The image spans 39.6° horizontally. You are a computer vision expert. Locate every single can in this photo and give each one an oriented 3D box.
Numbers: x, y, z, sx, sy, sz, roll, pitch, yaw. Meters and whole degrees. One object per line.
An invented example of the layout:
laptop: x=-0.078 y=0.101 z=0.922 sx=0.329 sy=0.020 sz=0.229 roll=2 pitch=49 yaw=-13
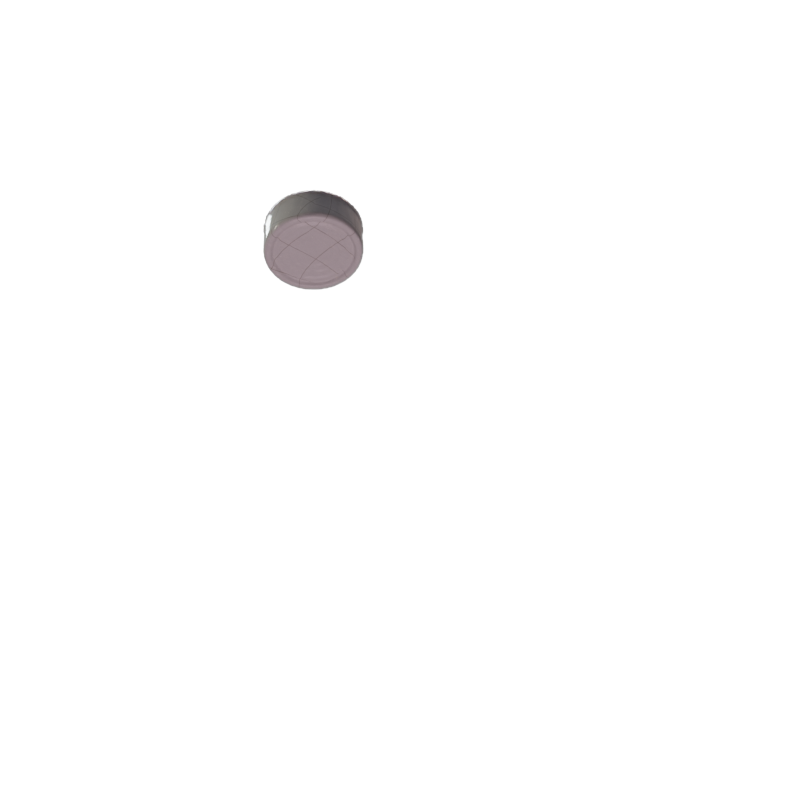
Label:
can: x=-0.074 y=-0.135 z=0.944 sx=0.086 sy=0.080 sz=0.036 roll=1 pitch=44 yaw=-1
